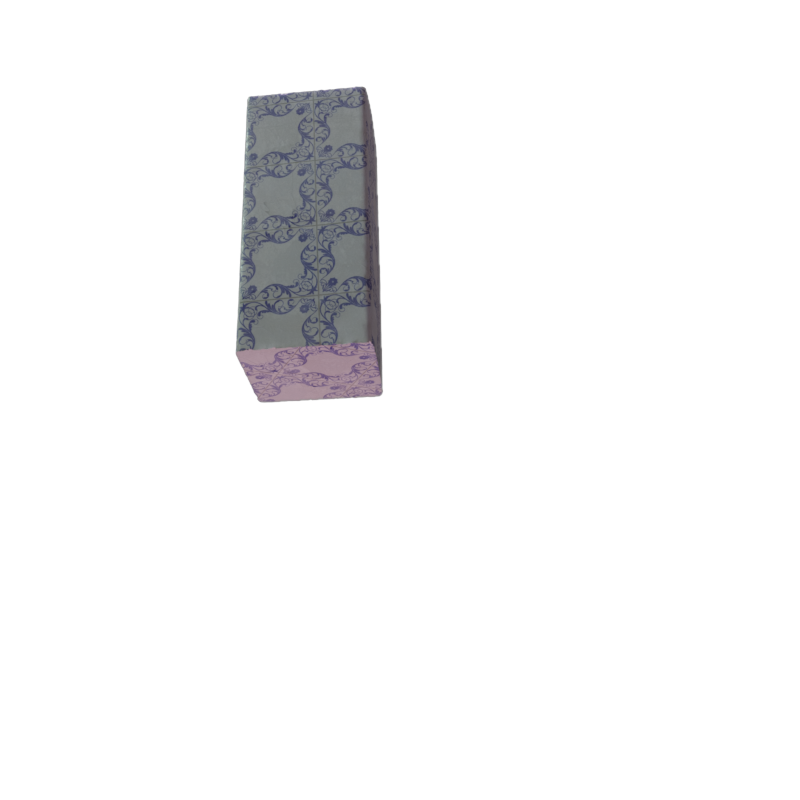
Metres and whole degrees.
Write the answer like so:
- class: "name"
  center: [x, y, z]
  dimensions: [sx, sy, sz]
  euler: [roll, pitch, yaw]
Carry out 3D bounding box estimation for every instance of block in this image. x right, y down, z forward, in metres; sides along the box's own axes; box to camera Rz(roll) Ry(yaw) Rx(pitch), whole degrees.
- class: "block"
  center: [-0.062, -0.113, 0.792]
  dimensions: [0.091, 0.219, 0.084]
  euler: [-4, -28, 4]
